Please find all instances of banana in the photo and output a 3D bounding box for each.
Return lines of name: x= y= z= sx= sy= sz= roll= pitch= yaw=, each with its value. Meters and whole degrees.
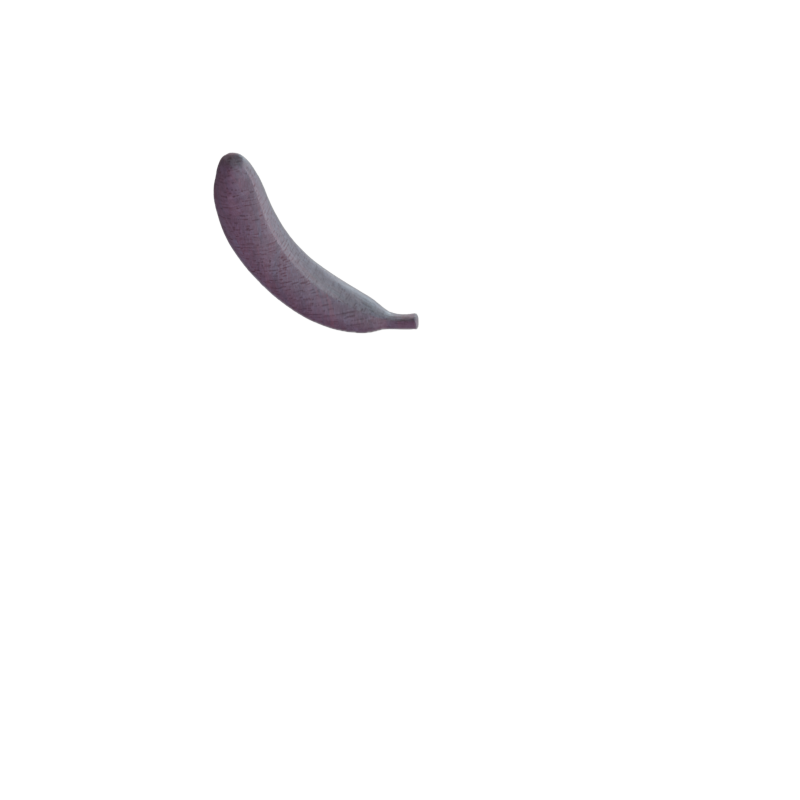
banana: x=-0.071 y=-0.097 z=0.752 sx=0.069 sy=0.039 sz=0.184 roll=-29 pitch=-48 yaw=29
